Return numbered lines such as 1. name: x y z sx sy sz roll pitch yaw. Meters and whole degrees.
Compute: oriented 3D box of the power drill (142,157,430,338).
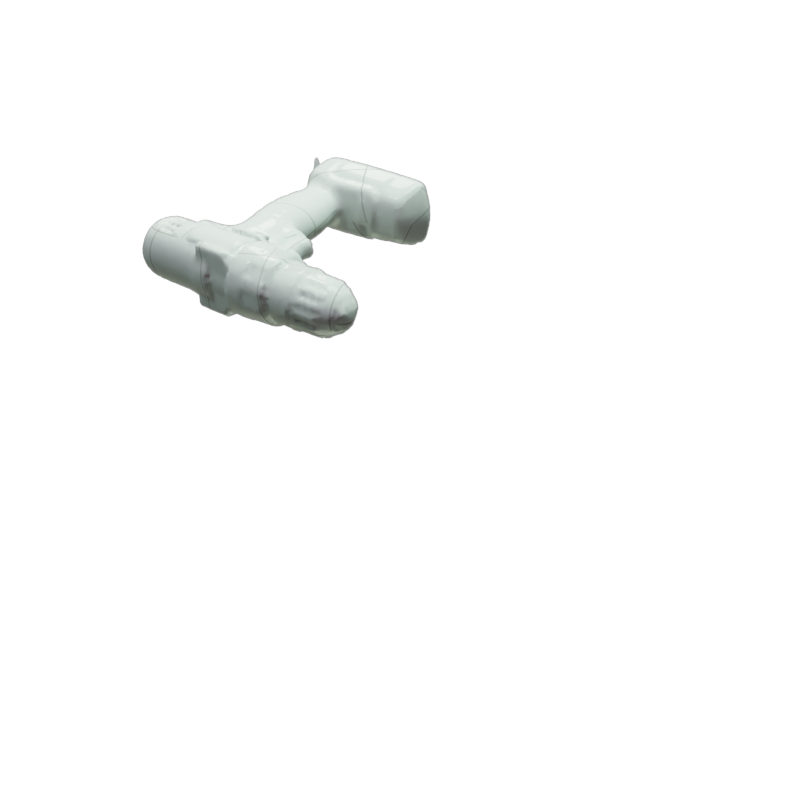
1. power drill: -0.062 -0.113 0.794 0.196 0.054 0.187 23 38 33
